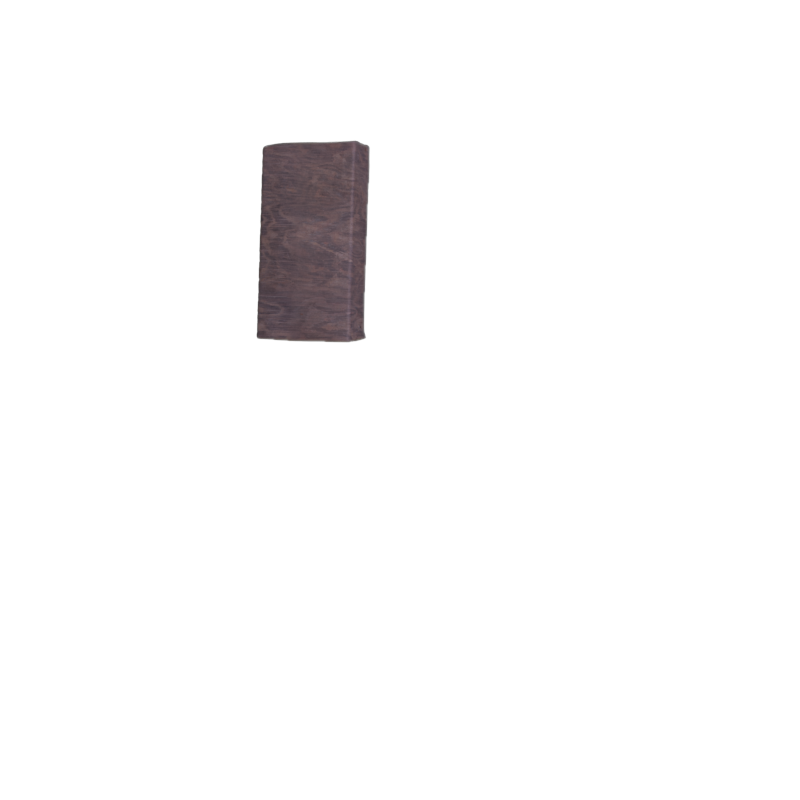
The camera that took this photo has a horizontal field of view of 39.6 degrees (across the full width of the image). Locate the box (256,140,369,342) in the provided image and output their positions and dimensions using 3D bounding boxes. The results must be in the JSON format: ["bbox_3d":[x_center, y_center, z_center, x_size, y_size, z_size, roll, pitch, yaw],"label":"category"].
[{"bbox_3d":[-0.078,-0.141,0.990,0.096,0.177,0.047,0,-1,22],"label":"box"}]
